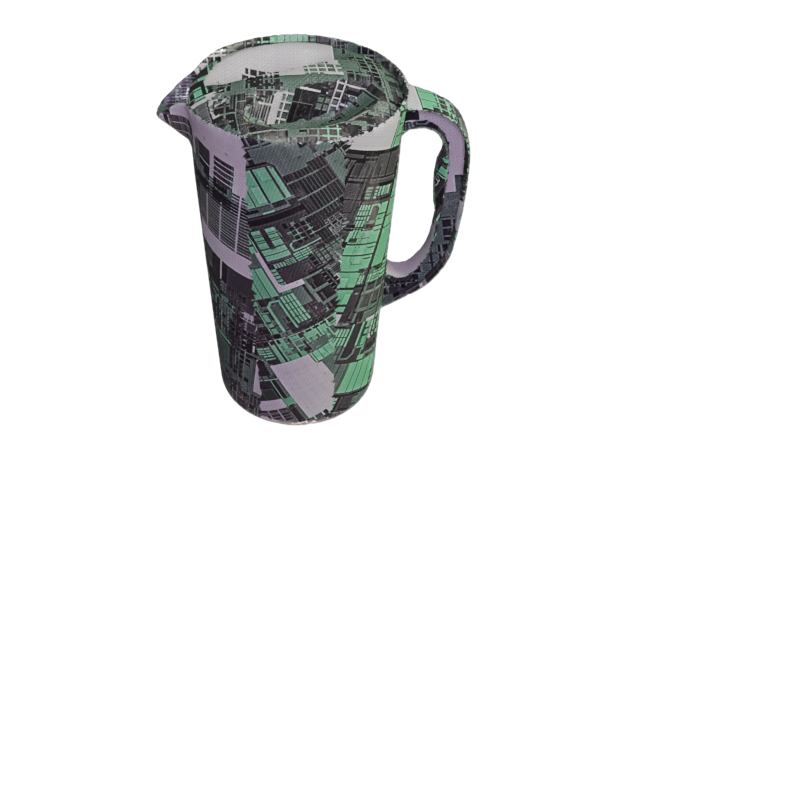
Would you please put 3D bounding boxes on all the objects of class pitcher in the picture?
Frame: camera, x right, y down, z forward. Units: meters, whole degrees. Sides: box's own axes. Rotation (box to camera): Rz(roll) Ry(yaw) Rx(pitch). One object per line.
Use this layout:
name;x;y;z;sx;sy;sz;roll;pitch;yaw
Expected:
pitcher;-0.056;-0.102;0.718;0.159;0.227;0.145;33;49;31
